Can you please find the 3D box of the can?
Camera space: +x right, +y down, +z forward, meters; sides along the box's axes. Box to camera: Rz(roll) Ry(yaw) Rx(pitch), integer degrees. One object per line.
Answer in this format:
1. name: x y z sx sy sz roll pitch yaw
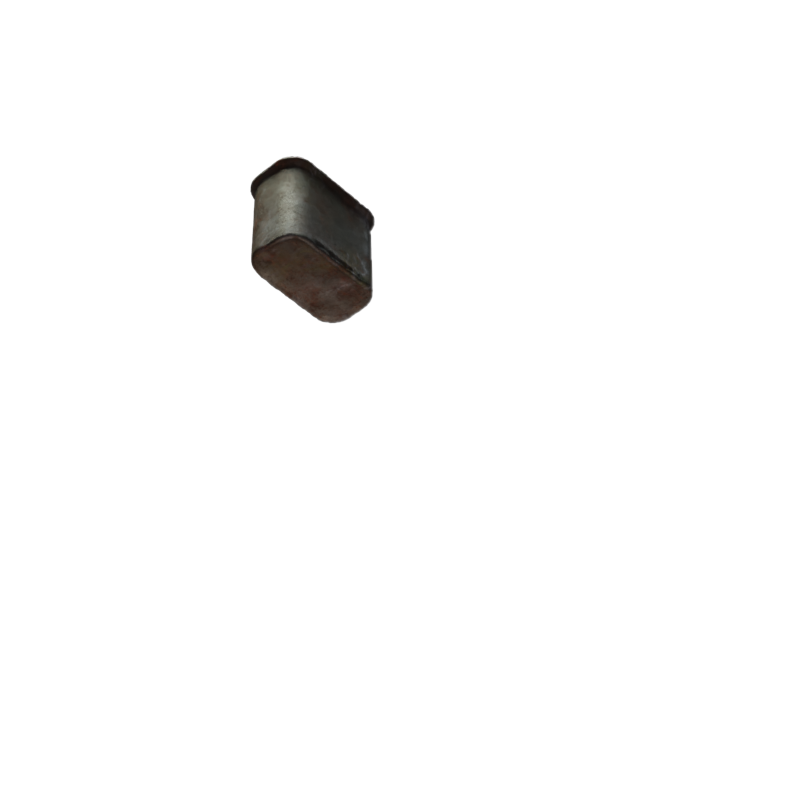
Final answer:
1. can: -0.065 -0.118 0.827 0.057 0.090 0.095 -33 -51 29
